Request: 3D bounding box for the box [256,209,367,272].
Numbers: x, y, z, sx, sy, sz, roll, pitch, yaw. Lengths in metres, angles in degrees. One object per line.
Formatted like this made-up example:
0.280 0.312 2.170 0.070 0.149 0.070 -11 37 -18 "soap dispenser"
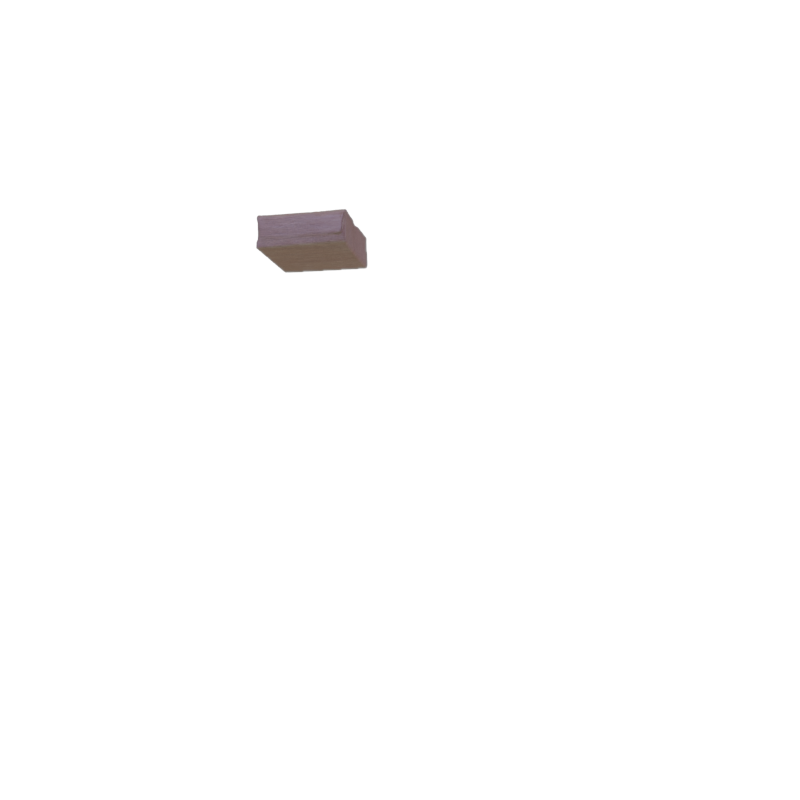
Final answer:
-0.071 -0.129 0.906 0.074 0.031 0.085 -2 -9 12 "box"
